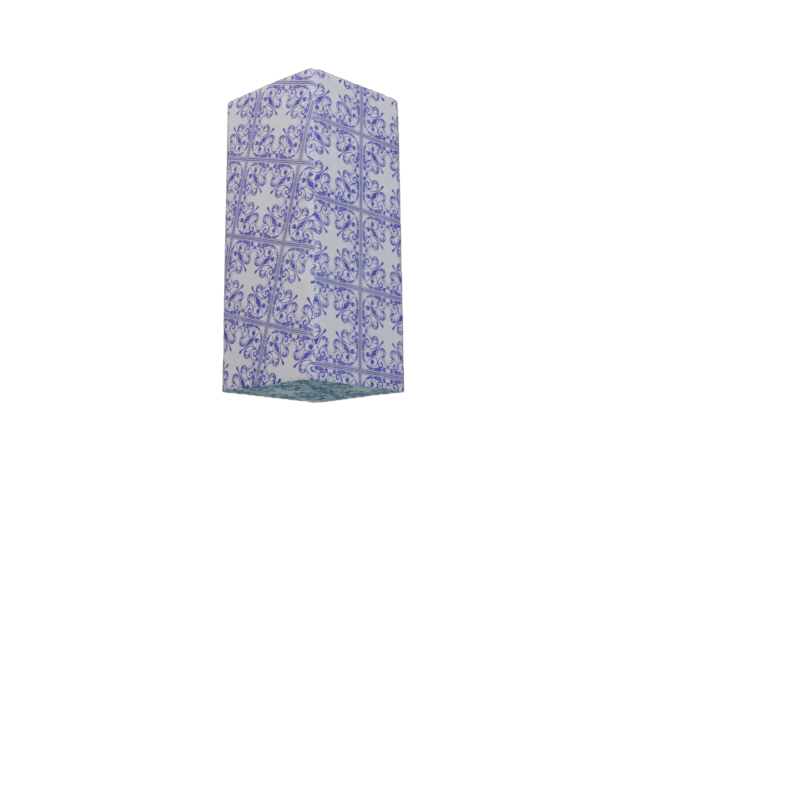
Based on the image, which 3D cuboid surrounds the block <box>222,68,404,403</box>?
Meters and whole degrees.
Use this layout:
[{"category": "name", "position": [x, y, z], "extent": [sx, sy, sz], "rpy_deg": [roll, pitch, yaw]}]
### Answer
[{"category": "block", "position": [-0.059, -0.109, 0.760], "extent": [0.092, 0.213, 0.086], "rpy_deg": [-13, -18, 42]}]
